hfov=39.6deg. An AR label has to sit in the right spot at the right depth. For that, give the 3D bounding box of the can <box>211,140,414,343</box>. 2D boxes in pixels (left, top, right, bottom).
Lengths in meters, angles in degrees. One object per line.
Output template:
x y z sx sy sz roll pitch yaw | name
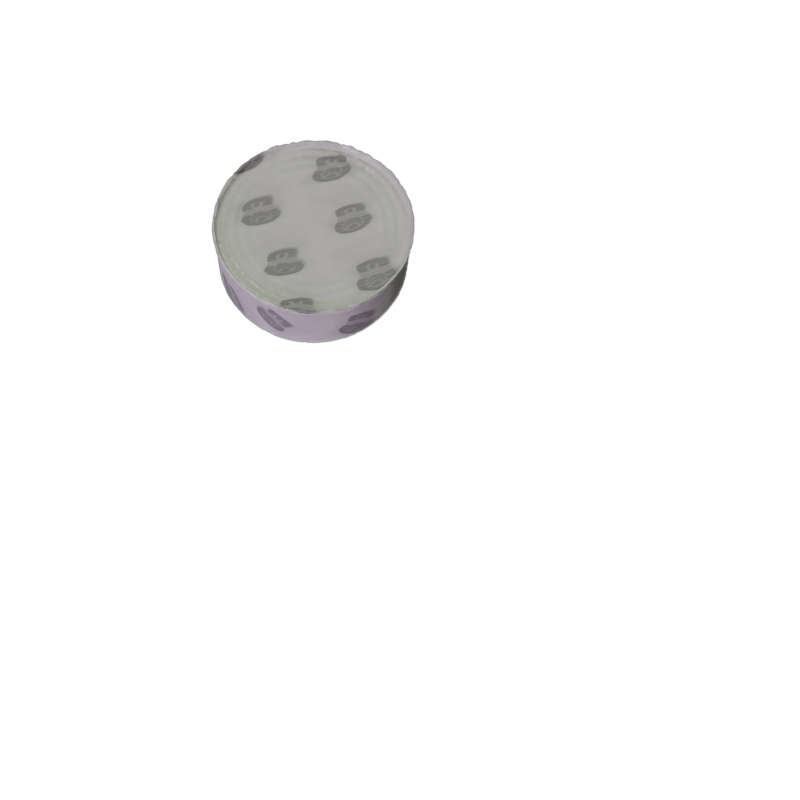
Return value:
-0.038 -0.069 0.482 0.086 0.091 0.032 -1 -28 -1 | can
